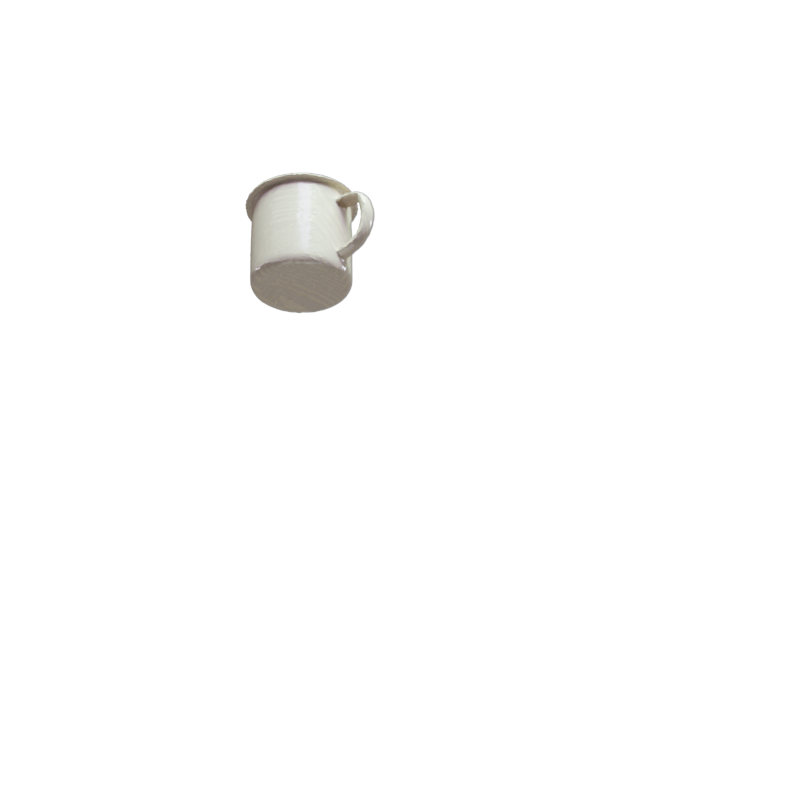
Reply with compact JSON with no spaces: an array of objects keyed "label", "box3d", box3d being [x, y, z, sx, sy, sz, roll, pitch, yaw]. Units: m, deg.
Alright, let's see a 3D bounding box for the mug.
[{"label":"mug","box3d":[-0.070,-0.127,0.889,0.118,0.087,0.086,-20,-36,29]}]
